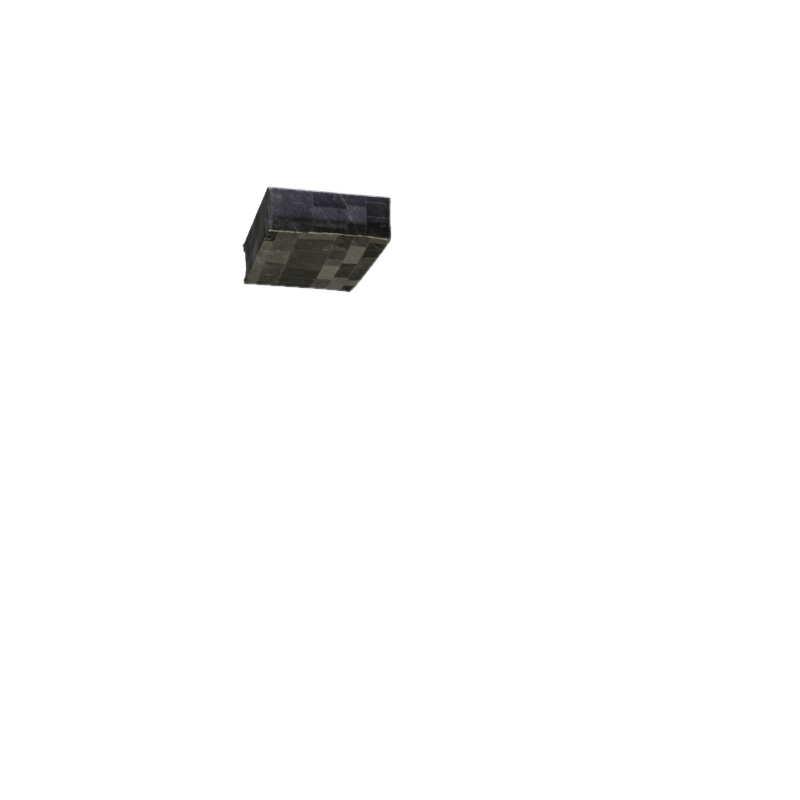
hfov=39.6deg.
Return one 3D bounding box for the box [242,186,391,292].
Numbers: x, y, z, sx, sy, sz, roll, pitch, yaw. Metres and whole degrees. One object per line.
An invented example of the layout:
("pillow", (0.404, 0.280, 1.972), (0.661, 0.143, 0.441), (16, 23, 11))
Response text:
("box", (-0.064, -0.117, 0.817), (0.088, 0.041, 0.110), (5, -19, -15))
